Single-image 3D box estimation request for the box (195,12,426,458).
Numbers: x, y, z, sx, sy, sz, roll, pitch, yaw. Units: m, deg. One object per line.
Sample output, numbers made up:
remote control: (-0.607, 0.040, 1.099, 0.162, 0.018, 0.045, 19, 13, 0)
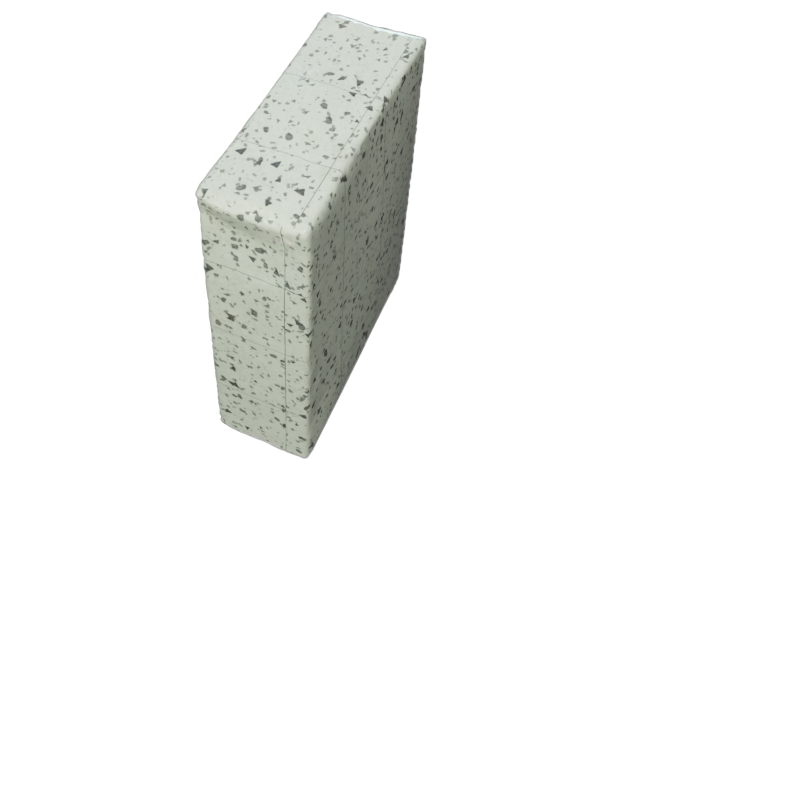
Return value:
box: (-0.052, -0.094, 0.659, 0.074, 0.171, 0.200, 19, -35, 10)
